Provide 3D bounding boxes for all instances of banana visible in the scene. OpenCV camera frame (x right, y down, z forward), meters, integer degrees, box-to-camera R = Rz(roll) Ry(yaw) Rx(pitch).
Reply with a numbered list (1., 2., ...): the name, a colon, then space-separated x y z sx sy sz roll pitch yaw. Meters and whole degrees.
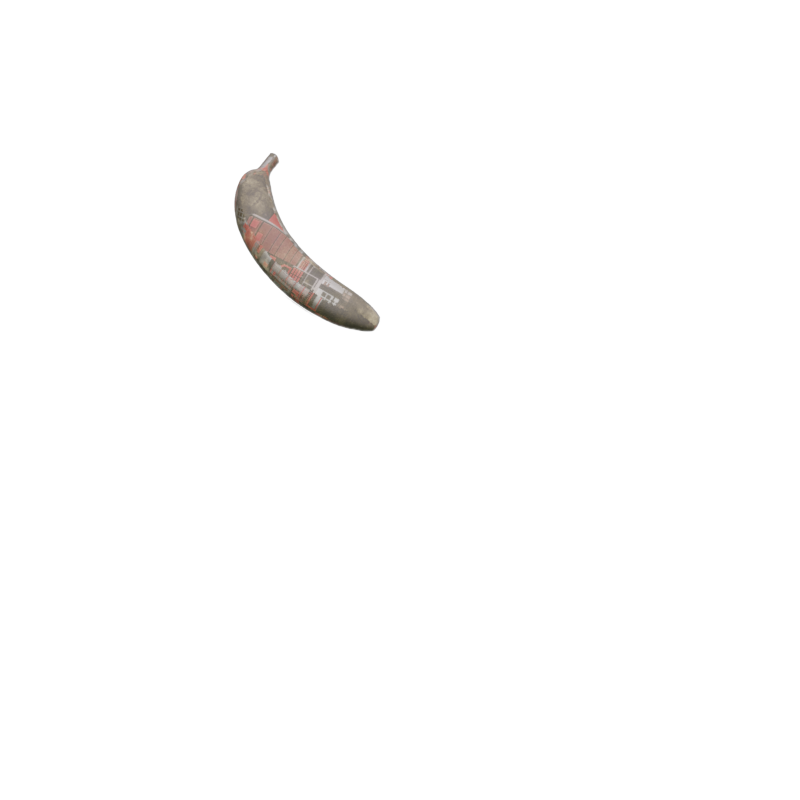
1. banana: -0.093 -0.132 0.960 0.069 0.209 0.035 -26 -22 -12
